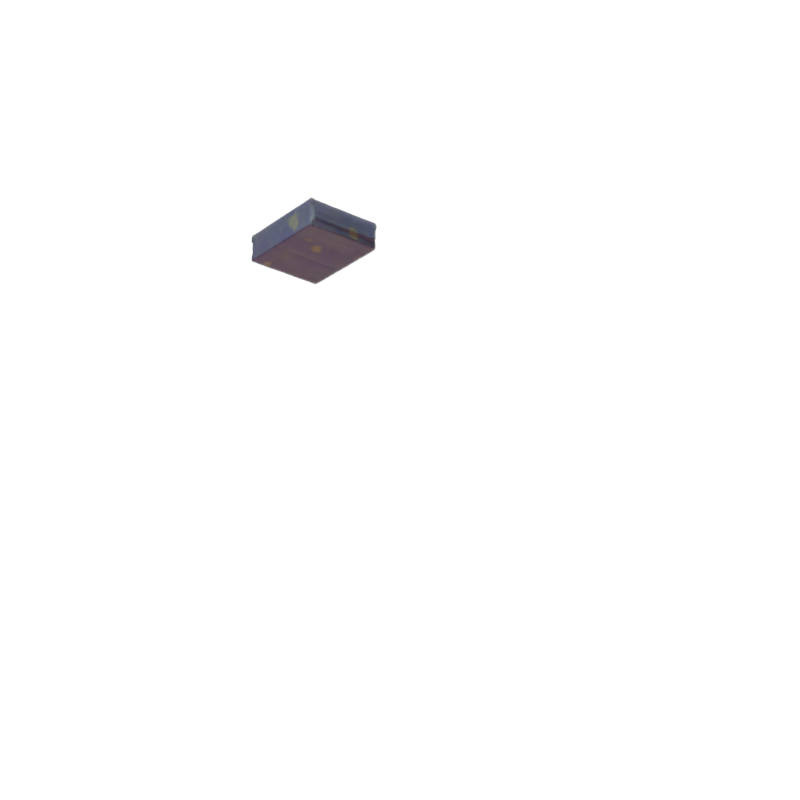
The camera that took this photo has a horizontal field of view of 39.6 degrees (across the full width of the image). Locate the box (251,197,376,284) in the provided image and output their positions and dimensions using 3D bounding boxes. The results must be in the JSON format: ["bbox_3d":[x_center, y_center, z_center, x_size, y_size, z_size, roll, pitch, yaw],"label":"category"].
[{"bbox_3d":[-0.076,-0.139,0.971,0.069,0.032,0.089,18,-29,-36],"label":"box"}]
